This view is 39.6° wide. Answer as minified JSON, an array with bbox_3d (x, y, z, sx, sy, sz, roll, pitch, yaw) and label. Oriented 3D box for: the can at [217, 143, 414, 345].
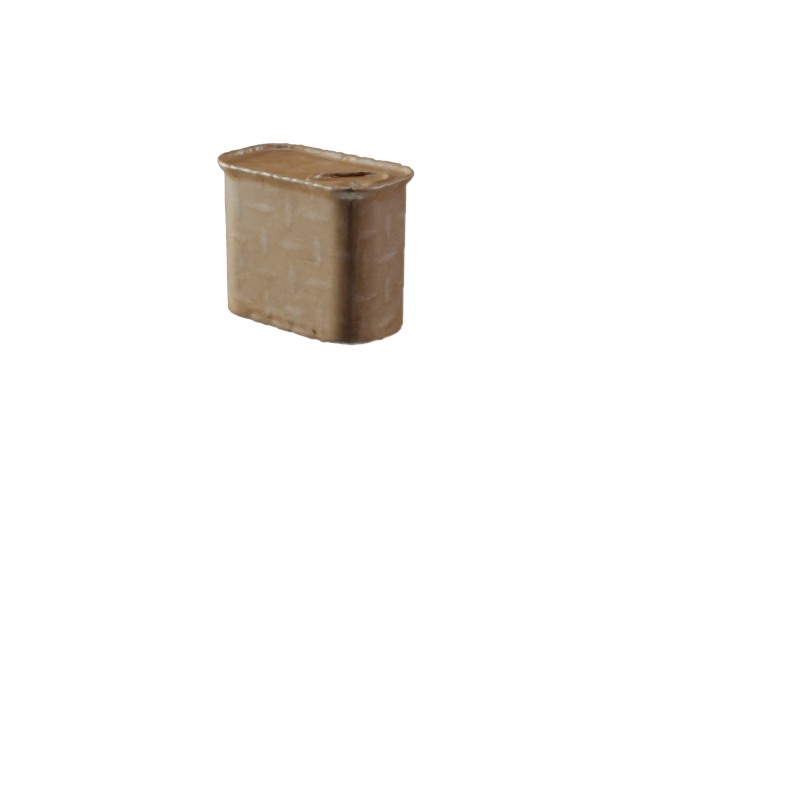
[{"bbox_3d":[-0.045,-0.081,0.571,0.108,0.080,0.057,17,26,35],"label":"can"}]
